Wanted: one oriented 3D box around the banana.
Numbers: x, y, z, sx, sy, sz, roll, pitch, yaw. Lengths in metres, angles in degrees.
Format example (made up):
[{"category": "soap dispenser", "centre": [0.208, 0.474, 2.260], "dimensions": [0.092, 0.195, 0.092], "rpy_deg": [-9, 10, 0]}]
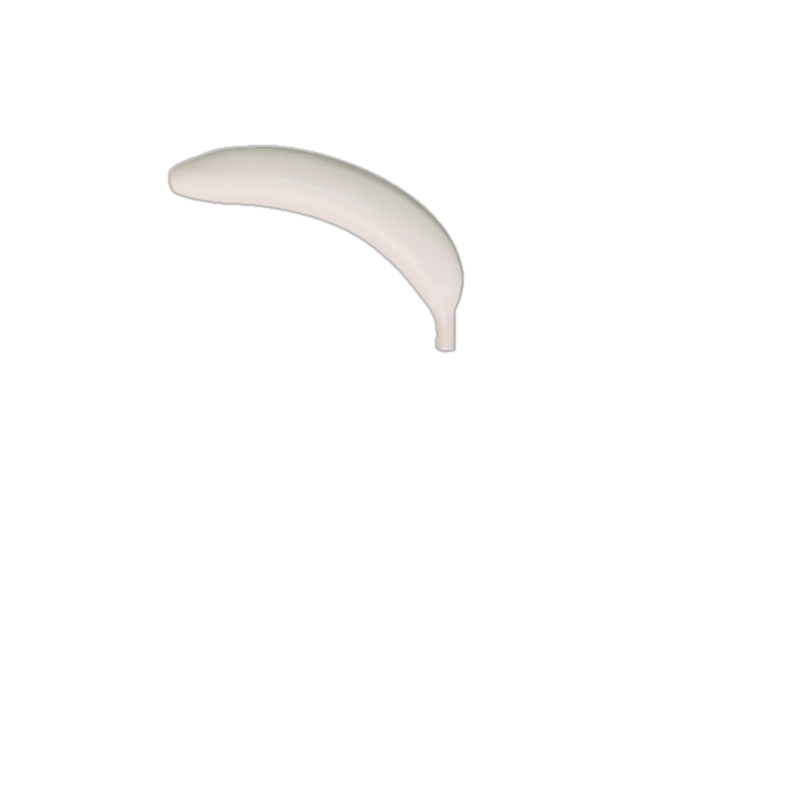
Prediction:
[{"category": "banana", "centre": [-0.038, -0.106, 0.650], "dimensions": [0.200, 0.070, 0.036], "rpy_deg": [31, -9, 6]}]
